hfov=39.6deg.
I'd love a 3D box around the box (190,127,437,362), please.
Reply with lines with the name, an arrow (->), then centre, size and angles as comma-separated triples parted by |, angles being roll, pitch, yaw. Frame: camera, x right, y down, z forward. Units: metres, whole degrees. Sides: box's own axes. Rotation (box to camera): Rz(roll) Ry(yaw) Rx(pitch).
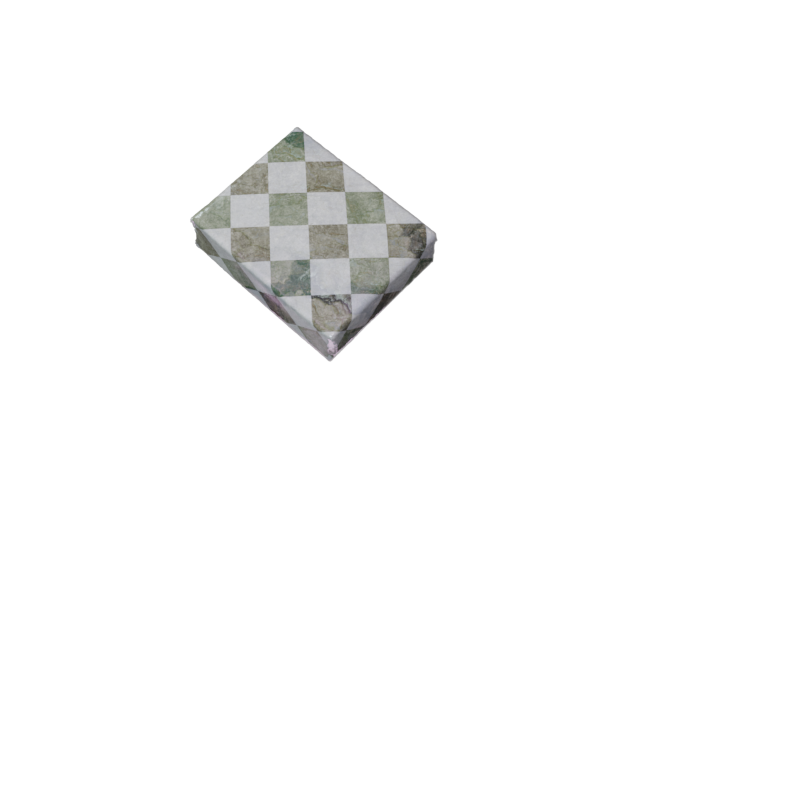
box -> -0.050, -0.091, 0.639 | 0.119, 0.091, 0.037 | 38, -23, 19
